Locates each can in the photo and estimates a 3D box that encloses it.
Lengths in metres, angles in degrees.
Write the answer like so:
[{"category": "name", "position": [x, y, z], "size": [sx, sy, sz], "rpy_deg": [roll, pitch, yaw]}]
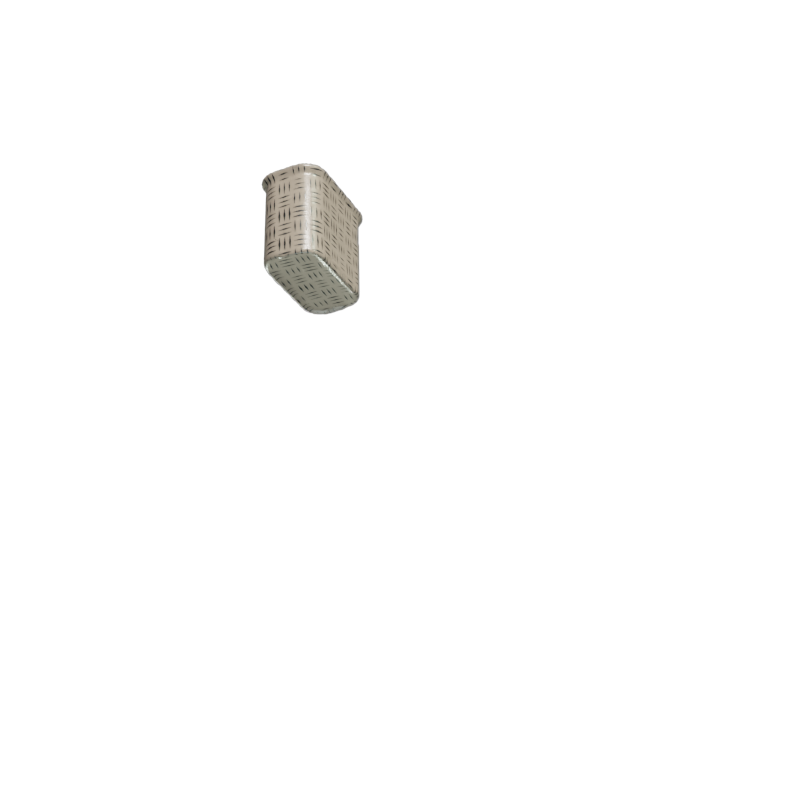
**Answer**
[{"category": "can", "position": [-0.071, -0.130, 0.911], "size": [0.058, 0.089, 0.094], "rpy_deg": [-15, -32, 21]}]
